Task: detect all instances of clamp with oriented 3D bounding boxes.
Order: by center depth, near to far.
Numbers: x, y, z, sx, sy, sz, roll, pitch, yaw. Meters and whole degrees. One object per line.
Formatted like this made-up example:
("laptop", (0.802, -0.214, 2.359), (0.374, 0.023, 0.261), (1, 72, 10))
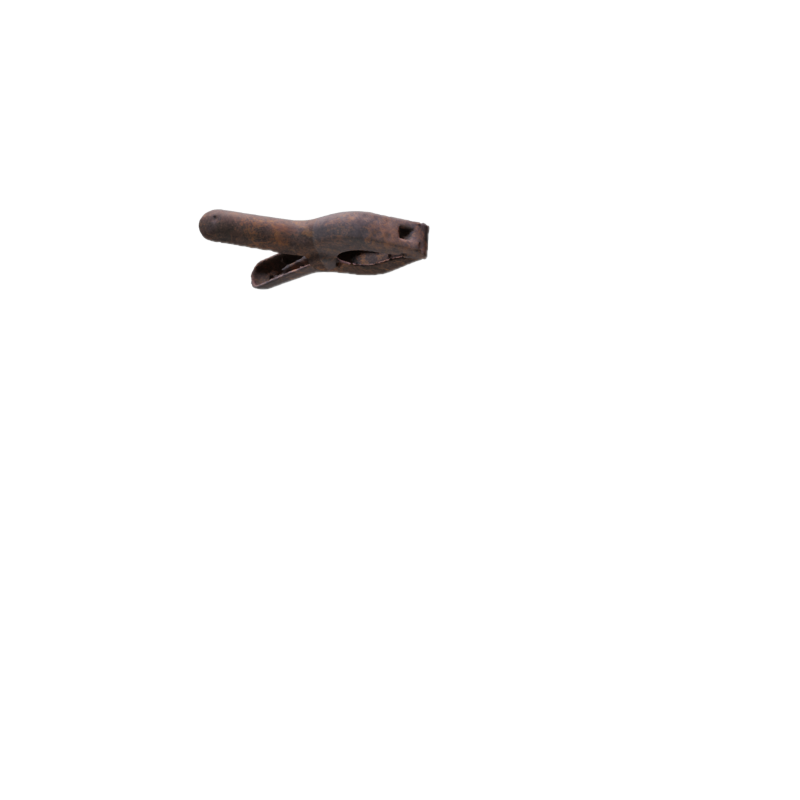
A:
("clamp", (-0.067, -0.122, 0.854), (0.175, 0.041, 0.113), (-6, -14, 25))
